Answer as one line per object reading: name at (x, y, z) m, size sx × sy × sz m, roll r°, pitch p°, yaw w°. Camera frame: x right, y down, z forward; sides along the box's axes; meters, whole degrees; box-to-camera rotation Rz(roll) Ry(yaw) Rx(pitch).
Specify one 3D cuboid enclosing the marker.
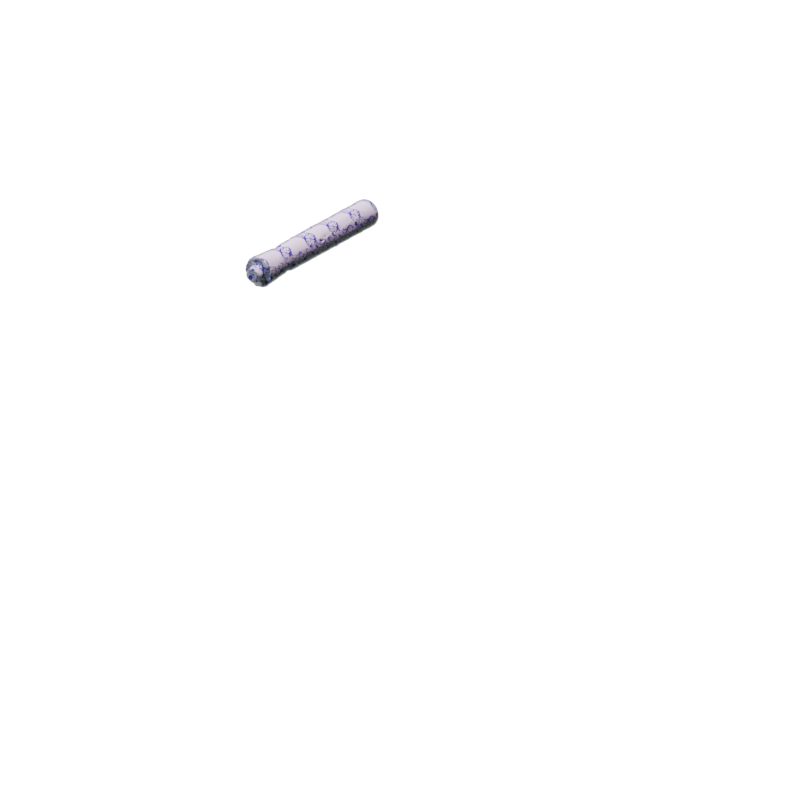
marker at (-0.053, -0.097, 0.678) m, size 0.020 × 0.019 × 0.122 m, roll 2°, pitch 26°, yaw 34°
